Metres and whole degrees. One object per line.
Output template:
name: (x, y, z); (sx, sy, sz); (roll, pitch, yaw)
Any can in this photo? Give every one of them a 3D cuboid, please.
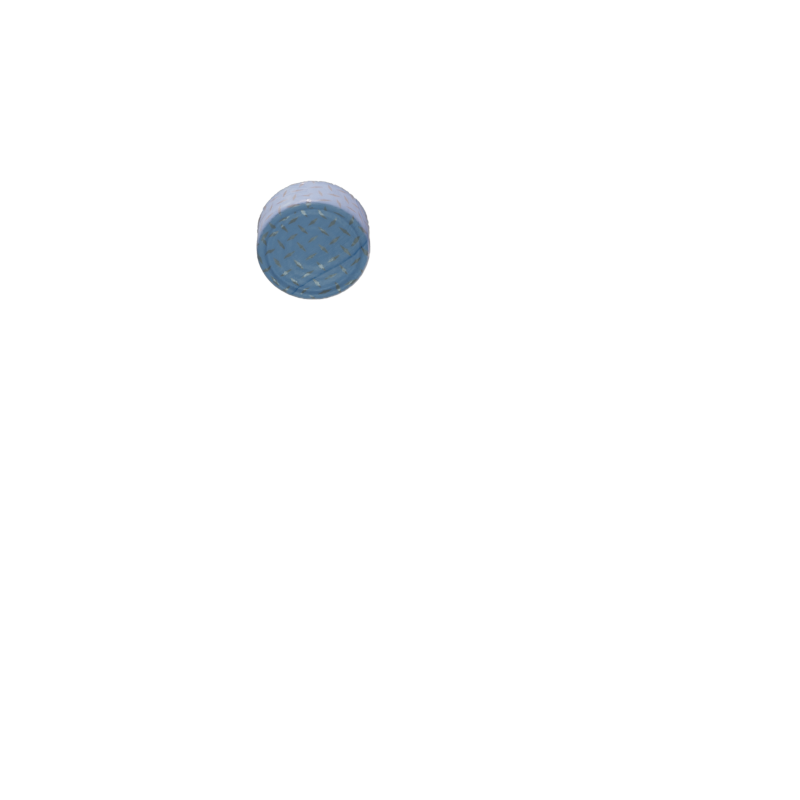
can: (-0.065, -0.118, 0.830); (0.086, 0.081, 0.036); (1, 30, -1)
